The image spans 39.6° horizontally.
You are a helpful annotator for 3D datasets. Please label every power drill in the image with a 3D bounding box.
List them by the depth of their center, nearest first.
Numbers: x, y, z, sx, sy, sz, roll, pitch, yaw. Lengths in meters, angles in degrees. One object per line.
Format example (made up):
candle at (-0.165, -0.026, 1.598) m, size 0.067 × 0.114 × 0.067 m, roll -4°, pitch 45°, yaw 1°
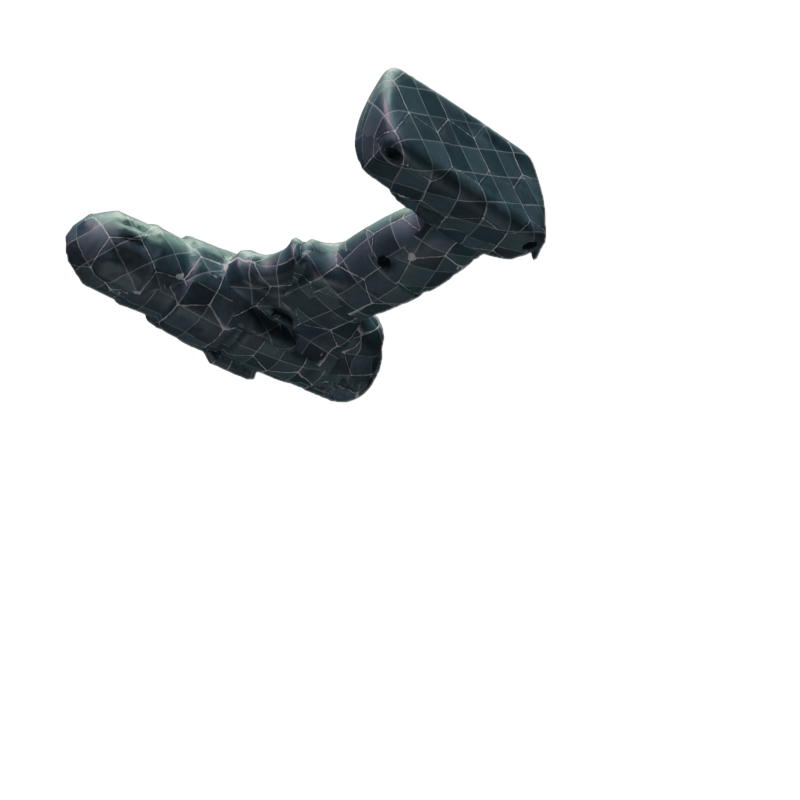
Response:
power drill at (-0.041, -0.075, 0.529) m, size 0.174 × 0.061 × 0.186 m, roll 25°, pitch -40°, yaw -34°
